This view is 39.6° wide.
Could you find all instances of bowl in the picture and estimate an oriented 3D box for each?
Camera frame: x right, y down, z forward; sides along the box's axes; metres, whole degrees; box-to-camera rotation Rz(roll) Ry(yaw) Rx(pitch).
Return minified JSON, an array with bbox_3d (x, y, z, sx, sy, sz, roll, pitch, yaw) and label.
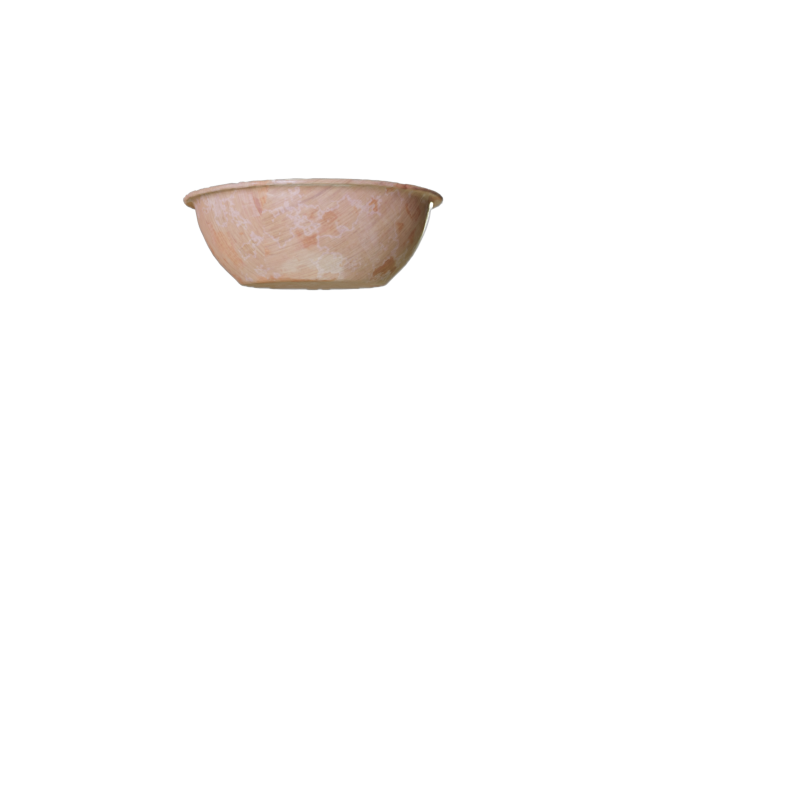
[{"bbox_3d":[-0.054,-0.098,0.688,0.162,0.055,0.162,0,1,-2],"label":"bowl"}]
